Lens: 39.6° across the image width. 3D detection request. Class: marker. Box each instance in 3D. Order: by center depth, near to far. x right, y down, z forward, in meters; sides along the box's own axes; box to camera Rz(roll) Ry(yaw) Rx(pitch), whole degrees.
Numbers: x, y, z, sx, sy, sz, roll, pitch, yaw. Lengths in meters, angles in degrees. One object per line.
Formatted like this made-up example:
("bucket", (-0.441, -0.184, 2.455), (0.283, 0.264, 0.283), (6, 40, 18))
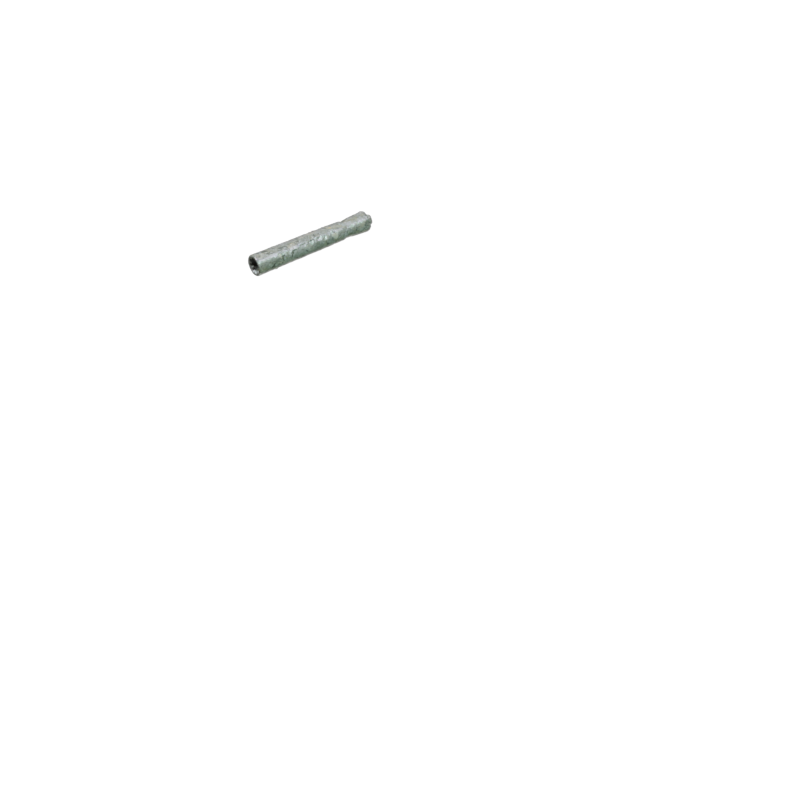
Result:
("marker", (-0.074, -0.135, 0.945), (0.120, 0.019, 0.020), (-27, 17, -28))
